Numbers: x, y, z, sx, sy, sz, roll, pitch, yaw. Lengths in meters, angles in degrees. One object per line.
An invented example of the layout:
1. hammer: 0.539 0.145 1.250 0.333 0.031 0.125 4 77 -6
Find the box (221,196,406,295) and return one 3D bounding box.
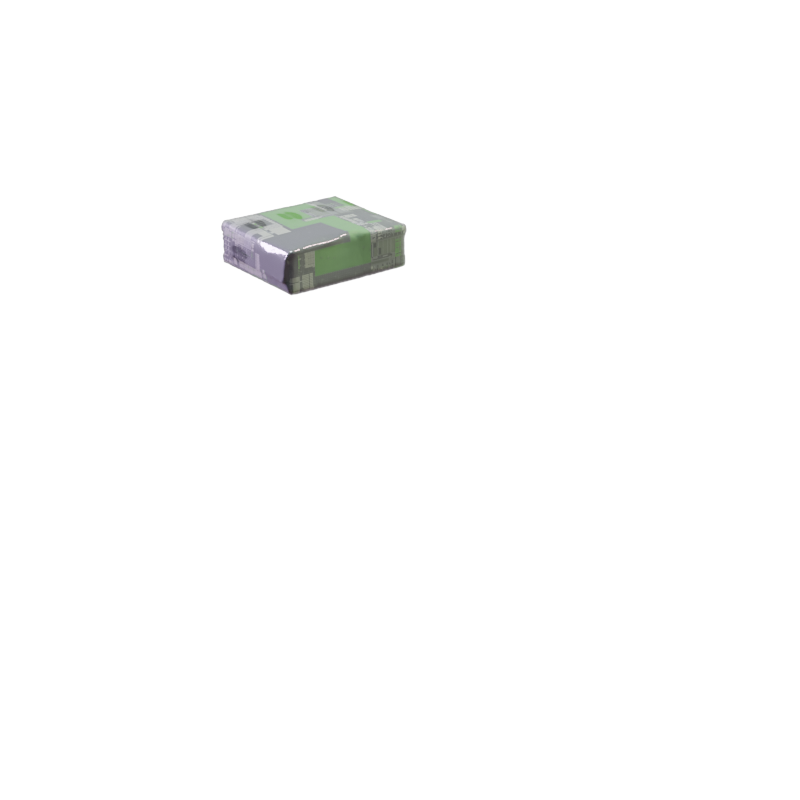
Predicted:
1. box: -0.053 -0.096 0.674 0.088 0.029 0.078 -18 31 -33
